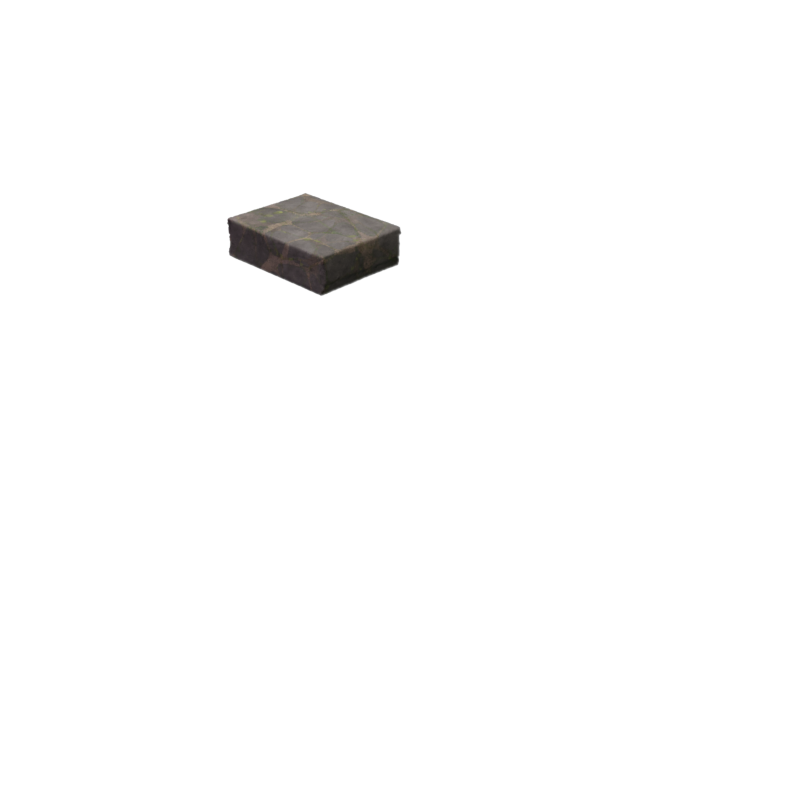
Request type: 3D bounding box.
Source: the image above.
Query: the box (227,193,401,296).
[{"bbox_3d":[-0.070,-0.128,0.894,0.121,0.037,0.089,23,34,38],"label":"box"}]
